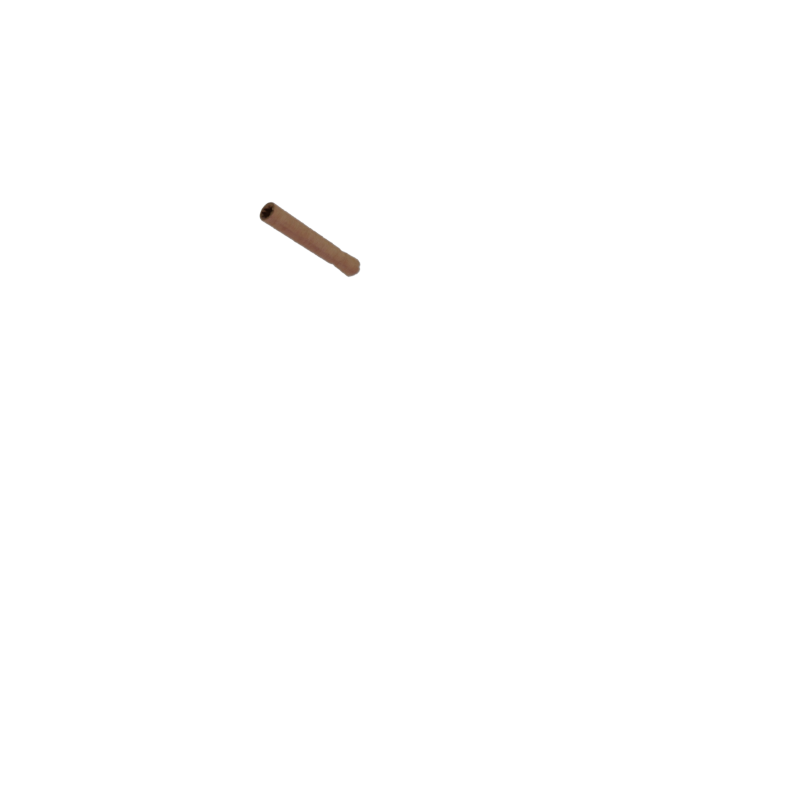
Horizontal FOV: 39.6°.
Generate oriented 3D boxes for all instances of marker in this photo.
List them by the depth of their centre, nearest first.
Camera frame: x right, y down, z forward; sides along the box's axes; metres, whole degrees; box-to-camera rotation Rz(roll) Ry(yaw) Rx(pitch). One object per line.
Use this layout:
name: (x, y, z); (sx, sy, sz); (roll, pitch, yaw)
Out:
marker: (-0.078, -0.143, 0.998); (0.021, 0.020, 0.113); (4, -20, 47)
